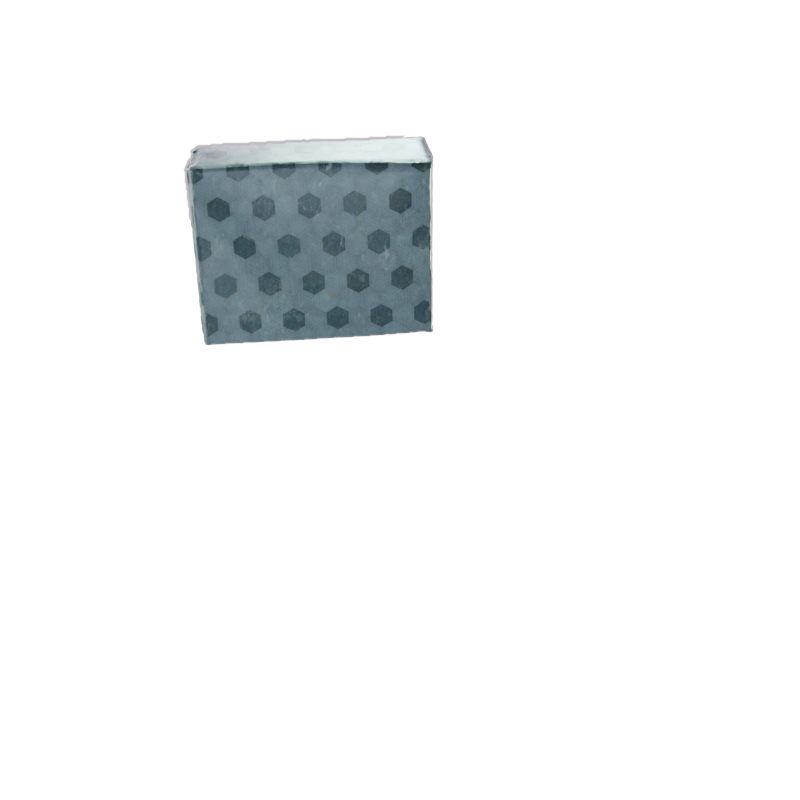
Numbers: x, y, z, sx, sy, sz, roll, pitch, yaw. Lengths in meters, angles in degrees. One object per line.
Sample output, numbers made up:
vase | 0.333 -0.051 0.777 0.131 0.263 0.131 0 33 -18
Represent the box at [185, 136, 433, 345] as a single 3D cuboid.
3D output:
box | -0.041 -0.075 0.526 0.113 0.085 0.041 -2 24 0
